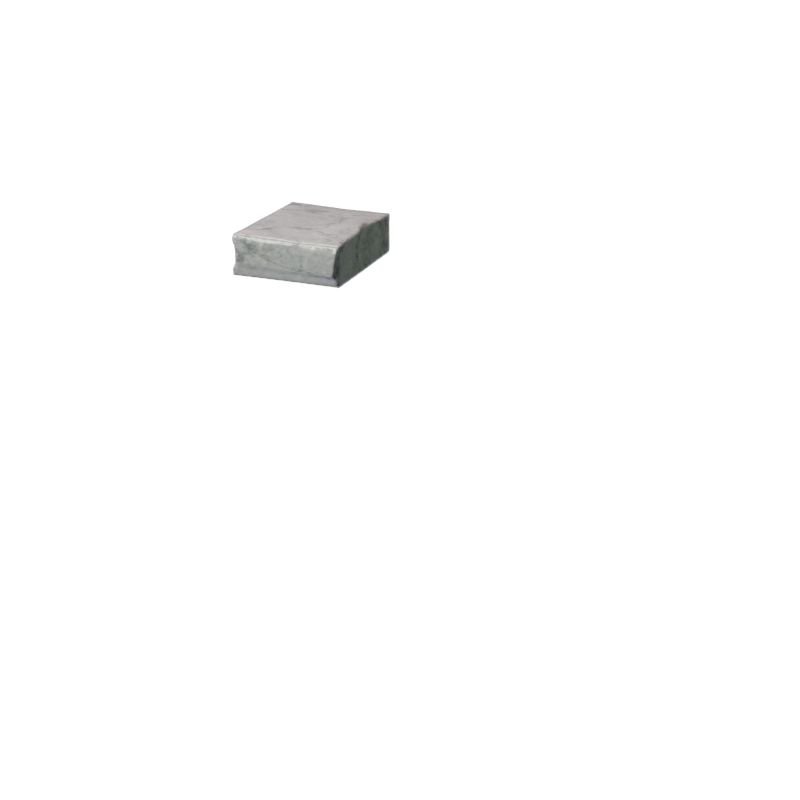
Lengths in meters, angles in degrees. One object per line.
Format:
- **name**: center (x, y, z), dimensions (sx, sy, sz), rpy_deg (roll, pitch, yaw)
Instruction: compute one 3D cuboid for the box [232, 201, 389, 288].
- **box**: center (-0.056, -0.102, 0.712), dimensions (0.076, 0.029, 0.090), rpy_deg (9, 24, 21)
